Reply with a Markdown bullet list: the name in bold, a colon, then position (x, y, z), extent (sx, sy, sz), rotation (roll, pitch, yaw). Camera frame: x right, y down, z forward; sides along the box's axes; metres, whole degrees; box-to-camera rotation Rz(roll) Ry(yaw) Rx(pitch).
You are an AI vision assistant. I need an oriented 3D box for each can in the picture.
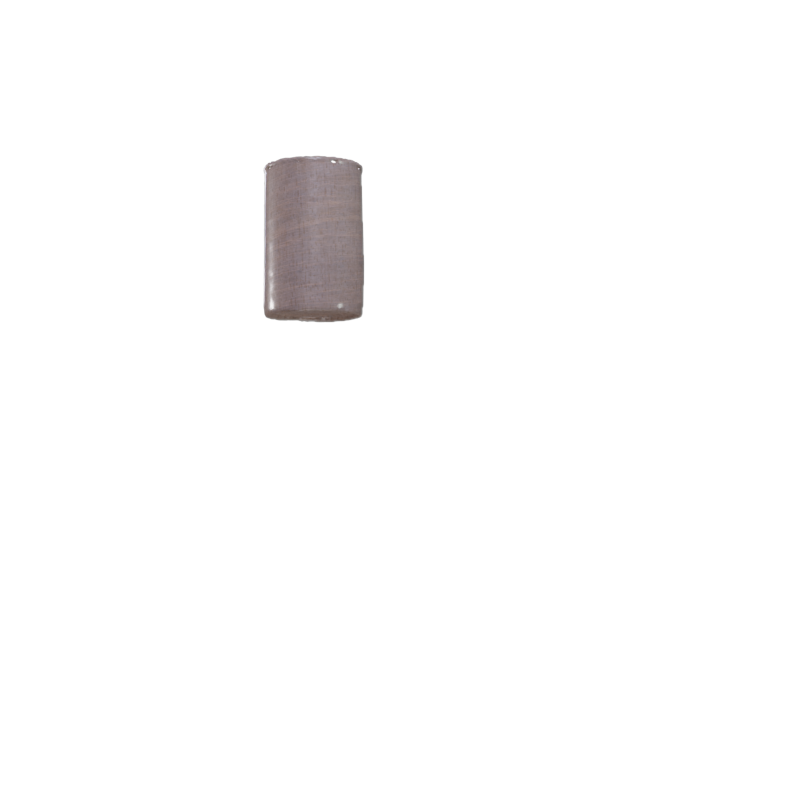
- **can**: position (-0.058, -0.107, 0.747), extent (0.068, 0.105, 0.067), rotation (0, -8, -2)
